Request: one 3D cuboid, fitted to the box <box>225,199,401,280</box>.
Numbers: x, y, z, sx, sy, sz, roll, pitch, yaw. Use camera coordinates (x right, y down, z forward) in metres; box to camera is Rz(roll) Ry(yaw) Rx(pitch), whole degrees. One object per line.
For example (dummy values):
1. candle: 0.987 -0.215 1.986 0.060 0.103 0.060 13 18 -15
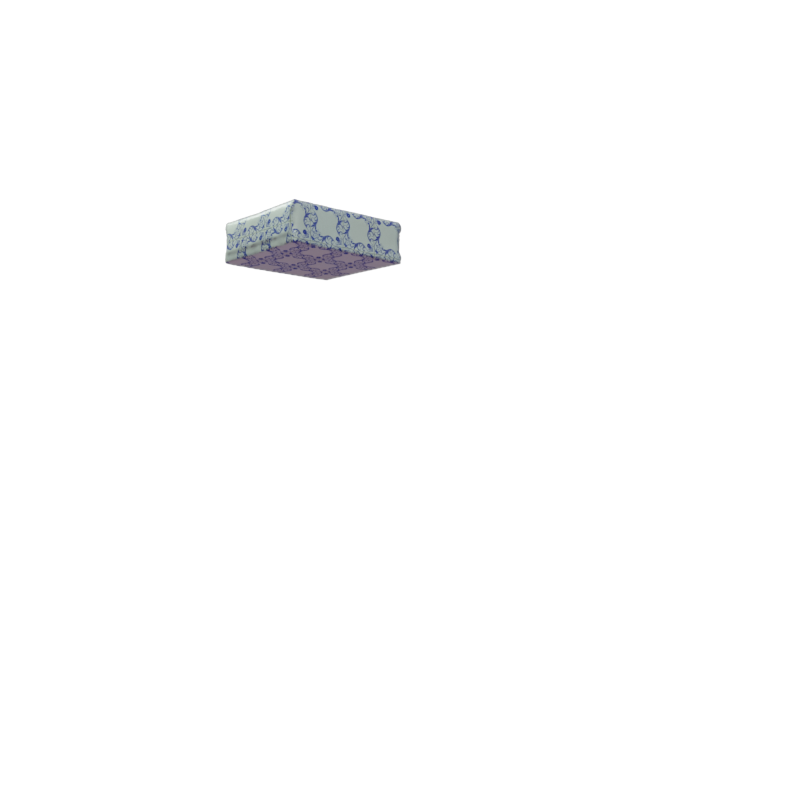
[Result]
1. box: -0.055 -0.101 0.706 0.085 0.031 0.075 5 -9 -40
